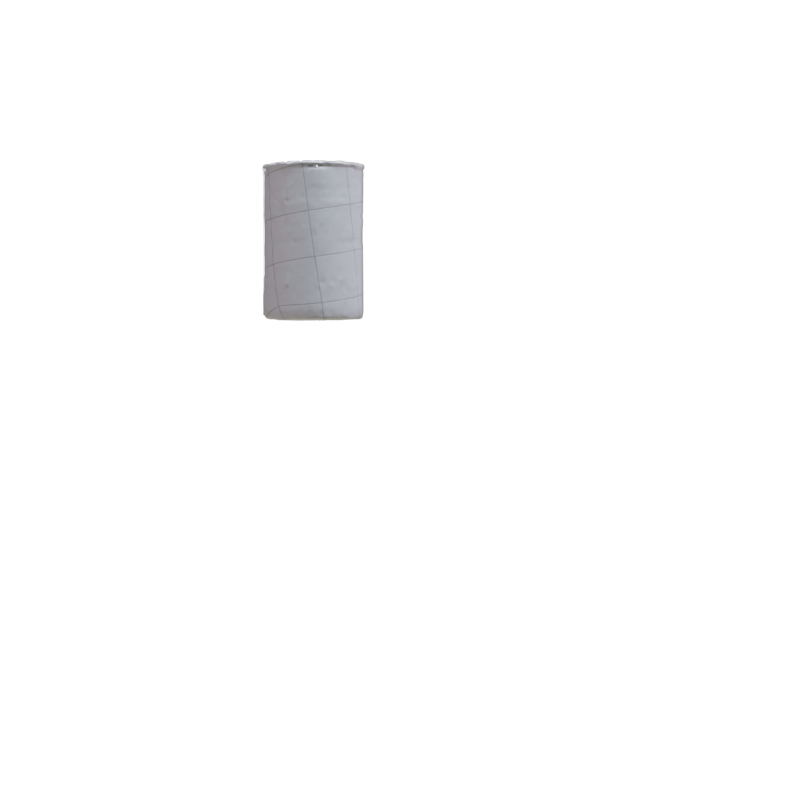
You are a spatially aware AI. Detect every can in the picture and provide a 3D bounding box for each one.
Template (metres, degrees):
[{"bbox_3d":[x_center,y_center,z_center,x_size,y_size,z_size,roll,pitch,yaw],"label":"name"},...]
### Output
[{"bbox_3d":[-0.058,-0.105,0.735,0.068,0.102,0.069,0,1,-2],"label":"can"}]
